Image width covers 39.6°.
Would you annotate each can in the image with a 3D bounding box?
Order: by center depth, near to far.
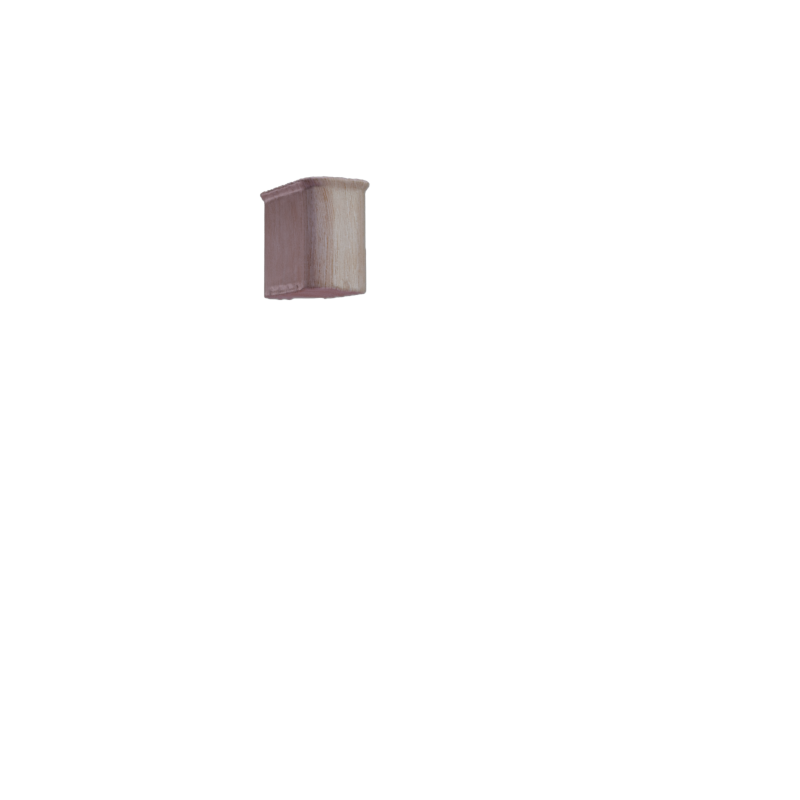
[{"bbox_3d":[-0.066,-0.121,0.848,0.055,0.085,0.104,3,-3,-31],"label":"can"}]
